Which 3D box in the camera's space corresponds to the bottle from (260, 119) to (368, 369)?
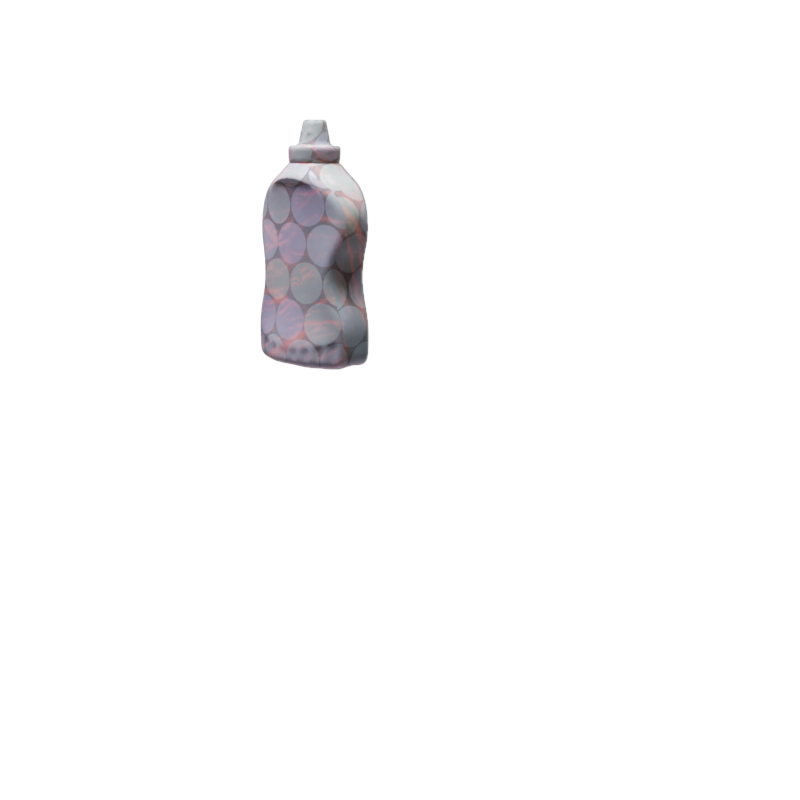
[{"bbox_3d":[-0.068,-0.125,0.878,0.056,0.189,0.101,-6,9,-45],"label":"bottle"}]
